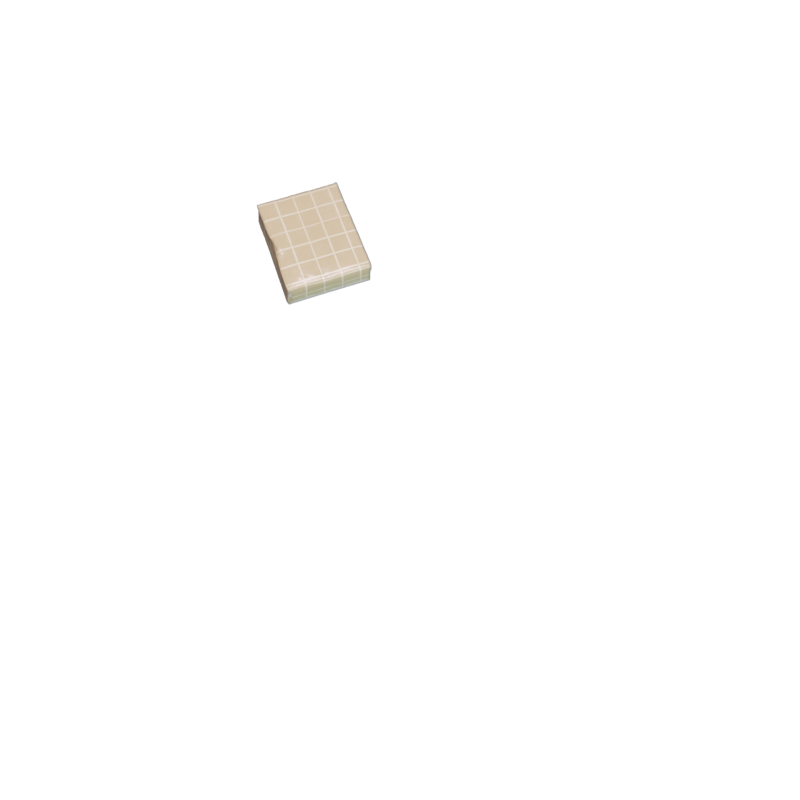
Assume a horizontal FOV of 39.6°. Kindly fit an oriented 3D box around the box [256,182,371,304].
[{"bbox_3d":[-0.073,-0.133,0.927,0.073,0.095,0.028,-17,-26,-9],"label":"box"}]
